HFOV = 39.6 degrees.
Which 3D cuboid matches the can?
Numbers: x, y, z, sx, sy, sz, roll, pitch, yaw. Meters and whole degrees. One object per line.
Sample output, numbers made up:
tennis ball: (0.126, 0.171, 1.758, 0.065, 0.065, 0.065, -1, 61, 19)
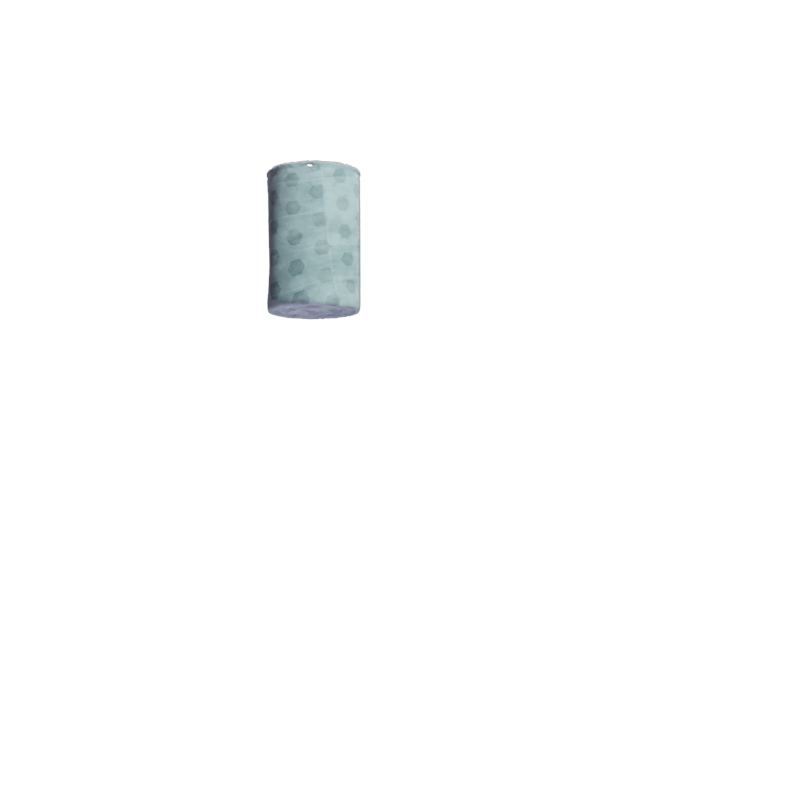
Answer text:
can: (-0.062, -0.113, 0.791, 0.068, 0.105, 0.067, 0, -10, -2)
